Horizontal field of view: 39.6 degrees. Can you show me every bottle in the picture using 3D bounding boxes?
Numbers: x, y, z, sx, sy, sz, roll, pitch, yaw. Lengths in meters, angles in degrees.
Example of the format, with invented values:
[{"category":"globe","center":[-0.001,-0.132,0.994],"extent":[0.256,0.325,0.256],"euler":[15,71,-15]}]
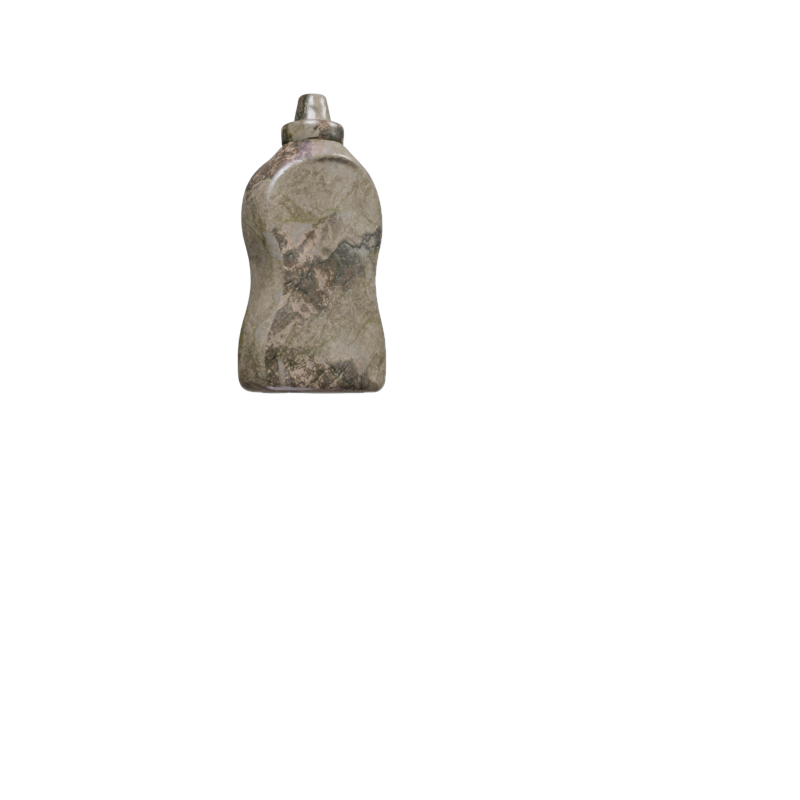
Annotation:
[{"category":"bottle","center":[-0.056,-0.101,0.708],"extent":[0.092,0.195,0.060],"euler":[4,-9,-33]}]
